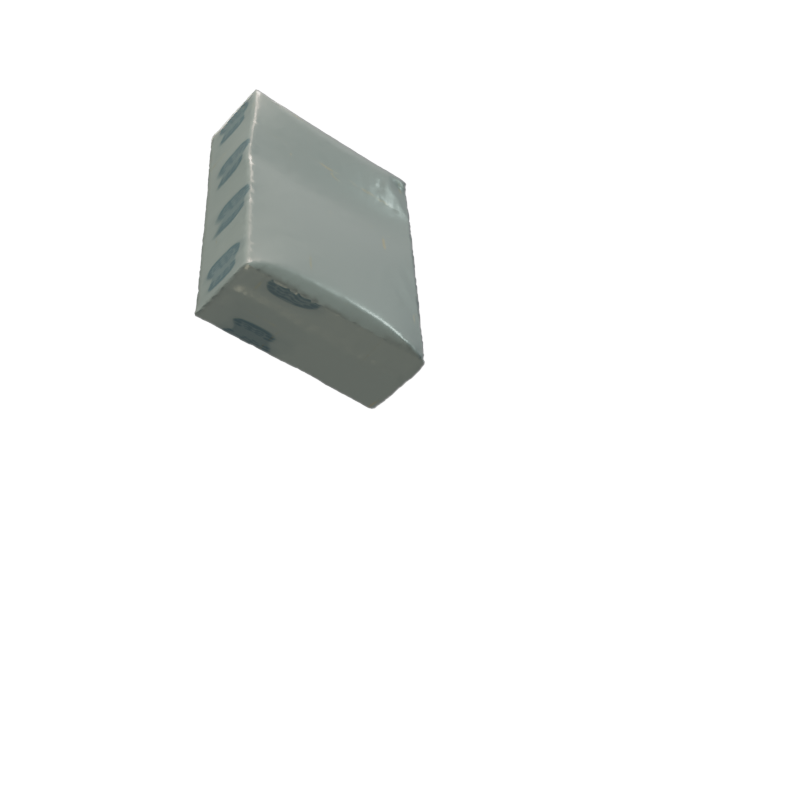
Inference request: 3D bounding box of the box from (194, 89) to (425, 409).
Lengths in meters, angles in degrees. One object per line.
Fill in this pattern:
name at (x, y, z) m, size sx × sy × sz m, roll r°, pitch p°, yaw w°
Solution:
box at (-0.067, -0.121, 0.850) m, size 0.155 × 0.230 × 0.070 m, roll 28°, pitch -52°, yaw -27°
